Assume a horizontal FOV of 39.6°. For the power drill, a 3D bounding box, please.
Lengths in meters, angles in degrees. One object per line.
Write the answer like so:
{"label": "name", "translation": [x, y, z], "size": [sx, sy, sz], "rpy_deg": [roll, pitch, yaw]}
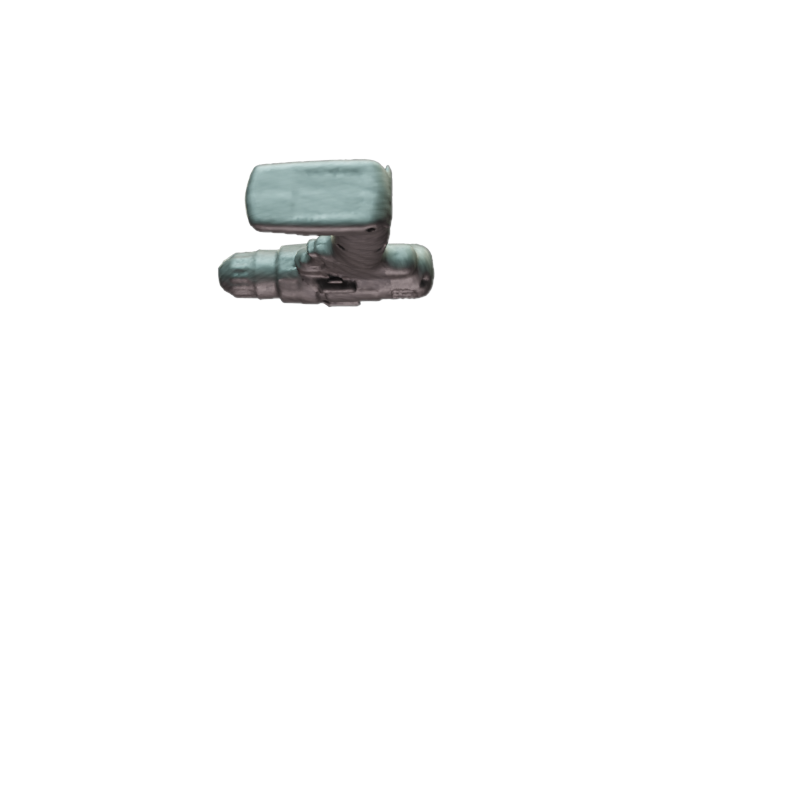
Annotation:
{"label": "power drill", "translation": [-0.069, -0.125, 0.878], "size": [0.186, 0.060, 0.178], "rpy_deg": [-2, -15, 6]}
